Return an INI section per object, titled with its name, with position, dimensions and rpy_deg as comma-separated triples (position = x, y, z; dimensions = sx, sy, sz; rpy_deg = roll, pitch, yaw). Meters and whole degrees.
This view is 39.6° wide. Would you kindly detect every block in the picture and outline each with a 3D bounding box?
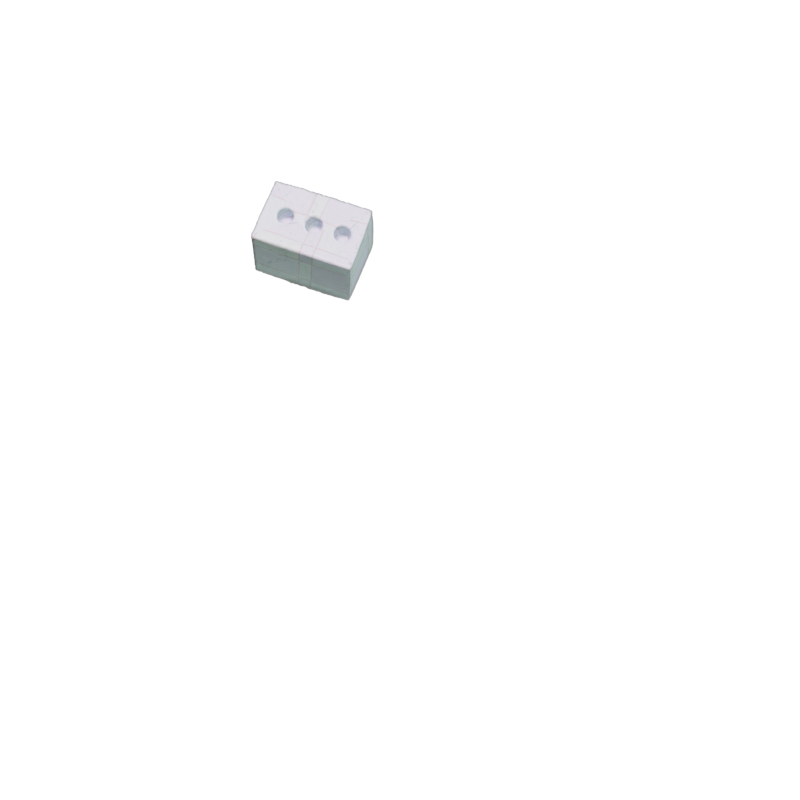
[block]
position = -0.064, -0.116, 0.814
dimensions = 0.079, 0.055, 0.048
rpy_deg = 18, -26, 8
